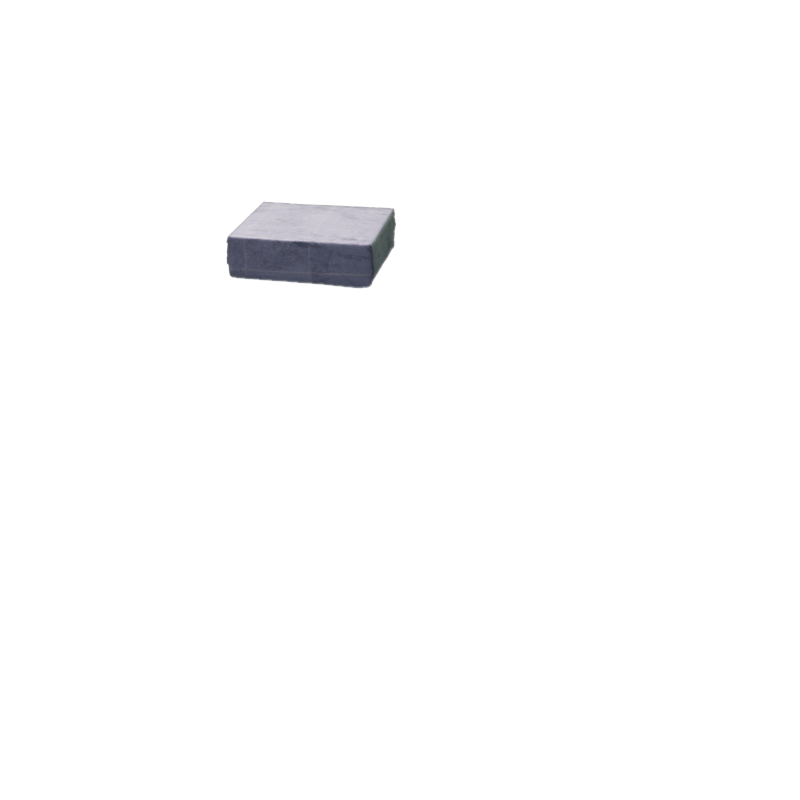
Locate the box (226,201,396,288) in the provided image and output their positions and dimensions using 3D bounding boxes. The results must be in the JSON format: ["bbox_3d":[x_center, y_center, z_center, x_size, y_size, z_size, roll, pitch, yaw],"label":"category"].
[{"bbox_3d":[-0.067,-0.122,0.855,0.116,0.037,0.093,6,27,12],"label":"box"}]
